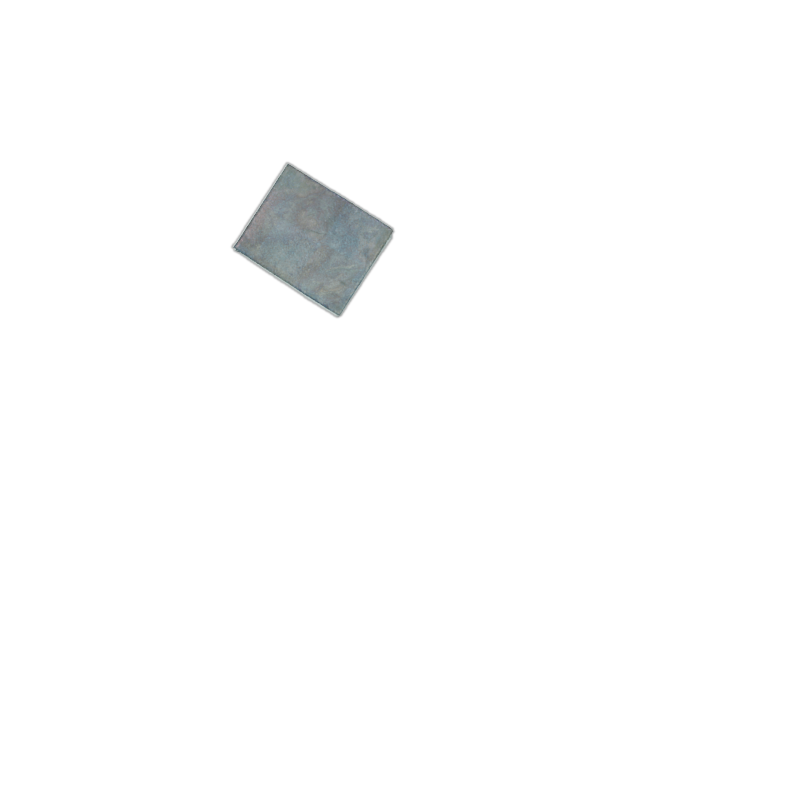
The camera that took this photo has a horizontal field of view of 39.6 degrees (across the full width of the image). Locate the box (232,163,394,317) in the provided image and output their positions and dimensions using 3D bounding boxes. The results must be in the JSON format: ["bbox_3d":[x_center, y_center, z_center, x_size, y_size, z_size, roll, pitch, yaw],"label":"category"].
[{"bbox_3d":[-0.076,-0.139,0.971,0.115,0.091,0.038,32,-7,4],"label":"box"}]
